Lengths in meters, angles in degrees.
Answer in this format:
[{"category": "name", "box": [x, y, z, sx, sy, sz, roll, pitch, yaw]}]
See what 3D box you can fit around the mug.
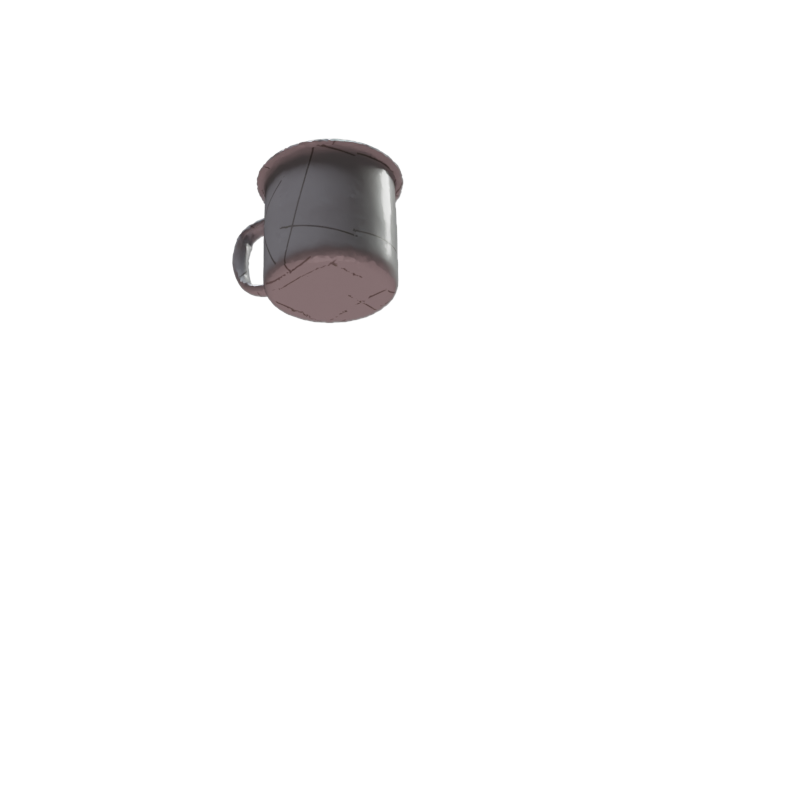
[{"category": "mug", "box": [-0.054, -0.098, 0.687, 0.119, 0.087, 0.086, -14, -31, 23]}]
